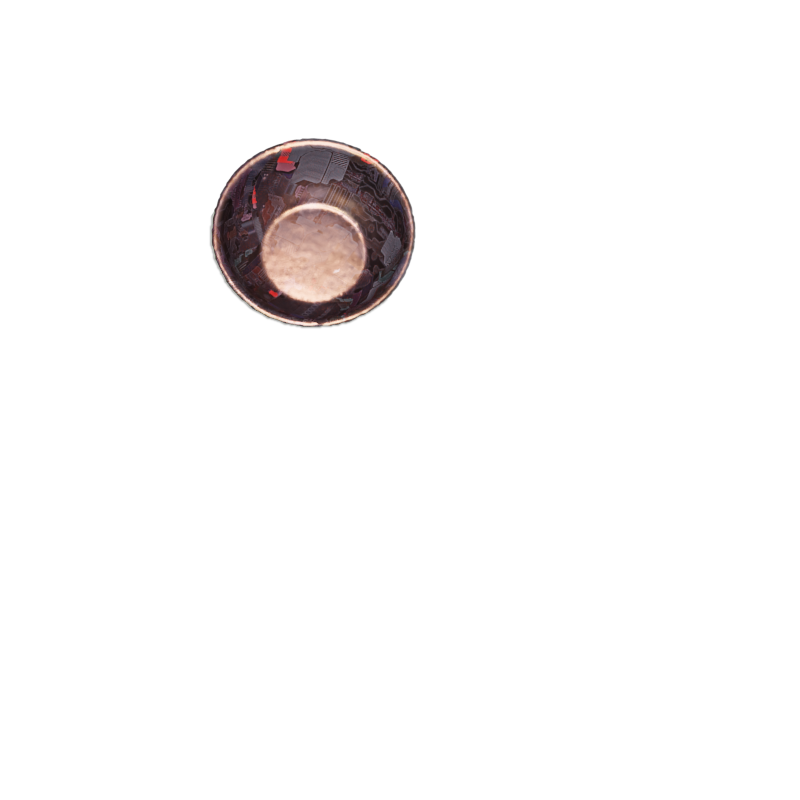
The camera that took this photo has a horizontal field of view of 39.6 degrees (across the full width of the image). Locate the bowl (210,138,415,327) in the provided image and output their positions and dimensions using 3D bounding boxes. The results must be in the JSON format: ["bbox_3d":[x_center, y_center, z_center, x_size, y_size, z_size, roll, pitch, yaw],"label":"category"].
[{"bbox_3d":[-0.070,-0.128,0.897,0.162,0.170,0.052,-1,-21,-1],"label":"bowl"}]
